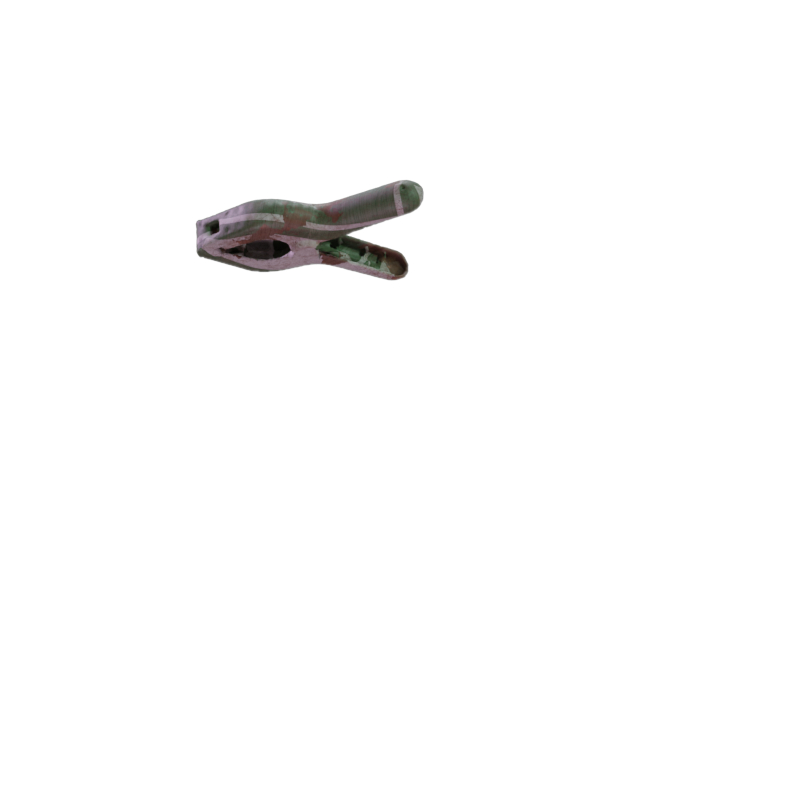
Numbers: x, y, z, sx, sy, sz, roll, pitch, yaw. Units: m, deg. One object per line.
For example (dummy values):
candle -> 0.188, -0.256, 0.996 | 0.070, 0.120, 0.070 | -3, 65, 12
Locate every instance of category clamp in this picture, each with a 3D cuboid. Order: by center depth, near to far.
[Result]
clamp -> -0.066, -0.120, 0.842 | 0.172, 0.042, 0.112 | -3, -31, 5
